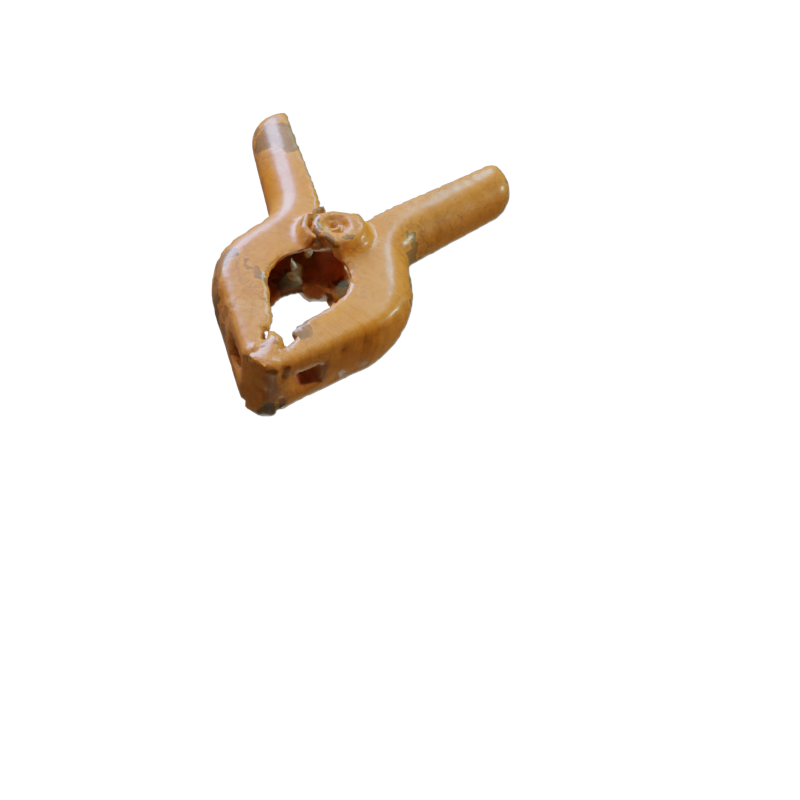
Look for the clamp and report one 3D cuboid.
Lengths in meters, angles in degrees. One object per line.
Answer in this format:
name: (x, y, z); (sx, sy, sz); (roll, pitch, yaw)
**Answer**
clamp: (-0.036, -0.066, 0.462); (0.125, 0.037, 0.177); (16, 42, 19)
